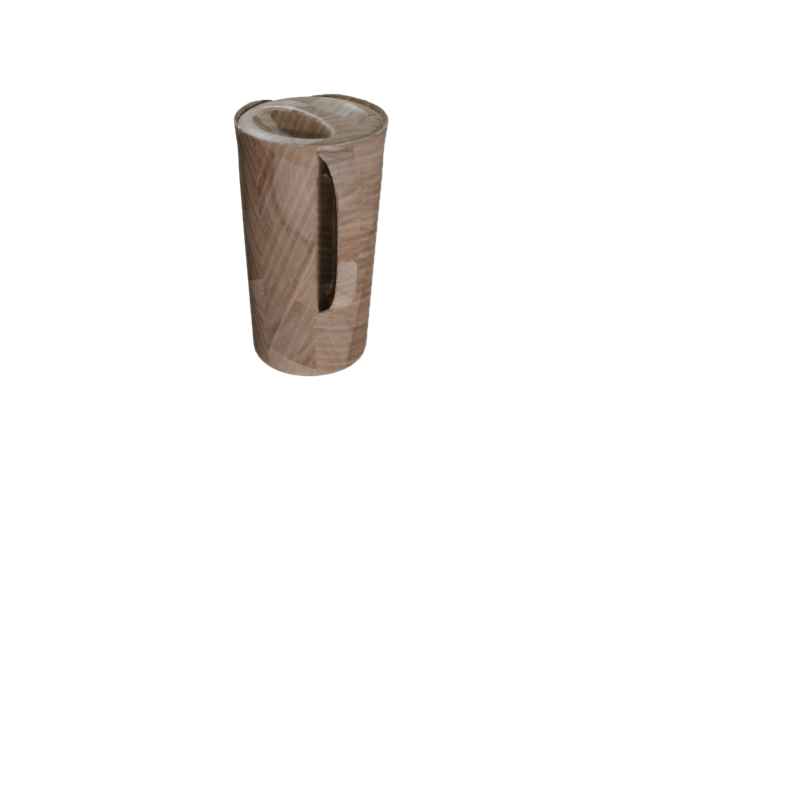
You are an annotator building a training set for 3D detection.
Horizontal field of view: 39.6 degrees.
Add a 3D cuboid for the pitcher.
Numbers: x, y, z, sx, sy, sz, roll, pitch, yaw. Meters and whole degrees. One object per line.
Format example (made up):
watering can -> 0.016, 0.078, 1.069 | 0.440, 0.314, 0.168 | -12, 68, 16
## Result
pitcher -> -0.078, -0.142, 0.994 | 0.150, 0.229, 0.152 | 14, 31, 20
